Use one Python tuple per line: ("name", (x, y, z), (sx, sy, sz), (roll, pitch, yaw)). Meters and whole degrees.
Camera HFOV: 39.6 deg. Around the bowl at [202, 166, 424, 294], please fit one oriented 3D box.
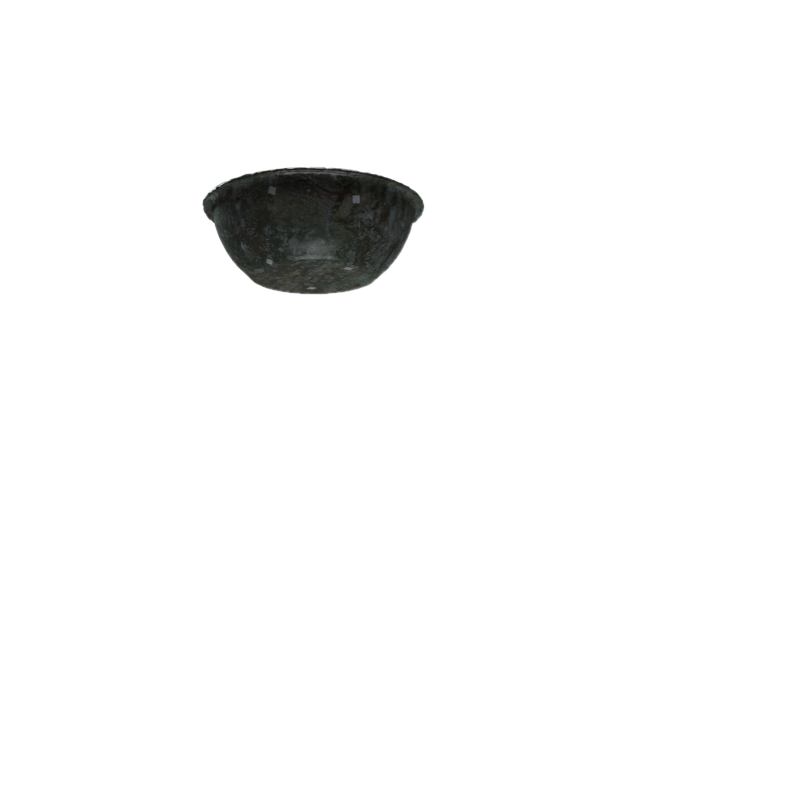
("bowl", (-0.063, -0.114, 0.800), (0.162, 0.057, 0.157), (0, -11, -2))
